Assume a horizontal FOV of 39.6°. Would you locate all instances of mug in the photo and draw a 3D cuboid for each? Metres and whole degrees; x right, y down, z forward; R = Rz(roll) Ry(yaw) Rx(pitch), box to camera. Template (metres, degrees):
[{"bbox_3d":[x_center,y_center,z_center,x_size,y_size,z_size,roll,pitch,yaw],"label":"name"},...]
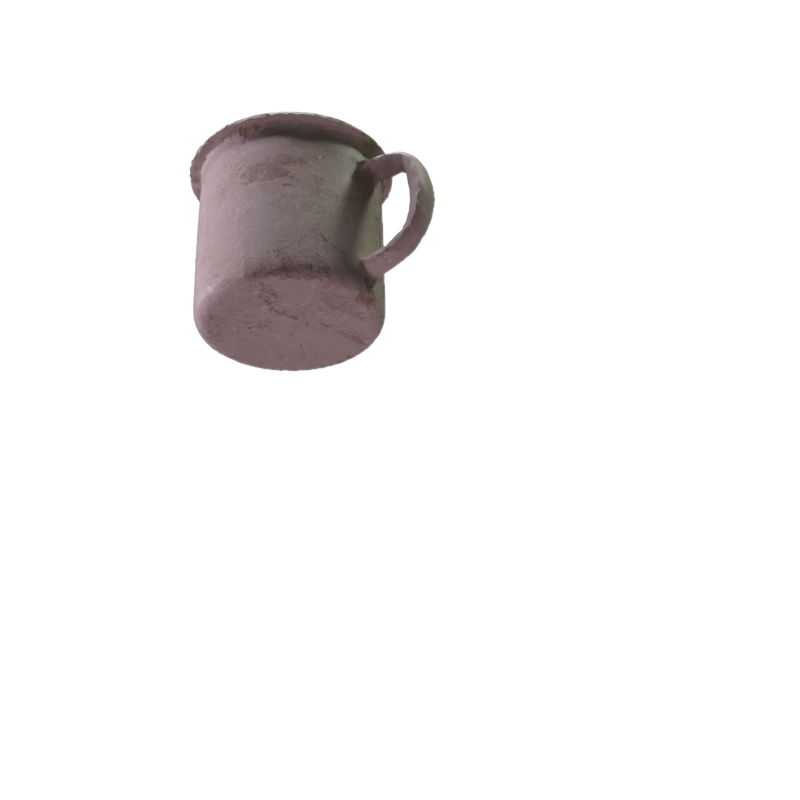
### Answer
[{"bbox_3d":[-0.038,-0.069,0.481,0.118,0.087,0.086,-17,-35,25],"label":"mug"}]
